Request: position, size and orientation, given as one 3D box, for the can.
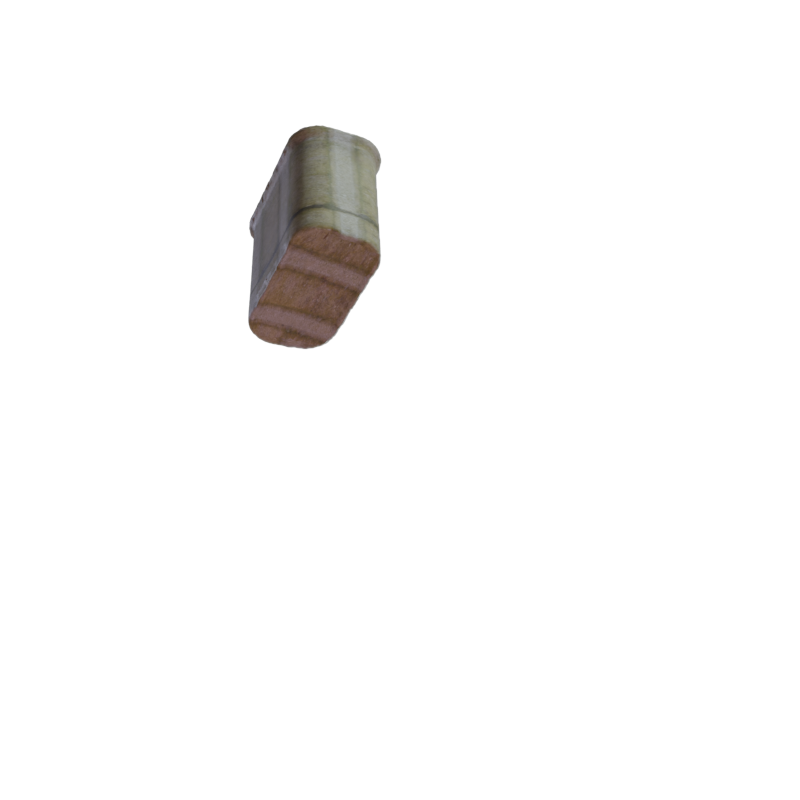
[{"bbox_3d":[-0.050,-0.091,0.636,0.056,0.090,0.098,15,-45,-19],"label":"can"}]
